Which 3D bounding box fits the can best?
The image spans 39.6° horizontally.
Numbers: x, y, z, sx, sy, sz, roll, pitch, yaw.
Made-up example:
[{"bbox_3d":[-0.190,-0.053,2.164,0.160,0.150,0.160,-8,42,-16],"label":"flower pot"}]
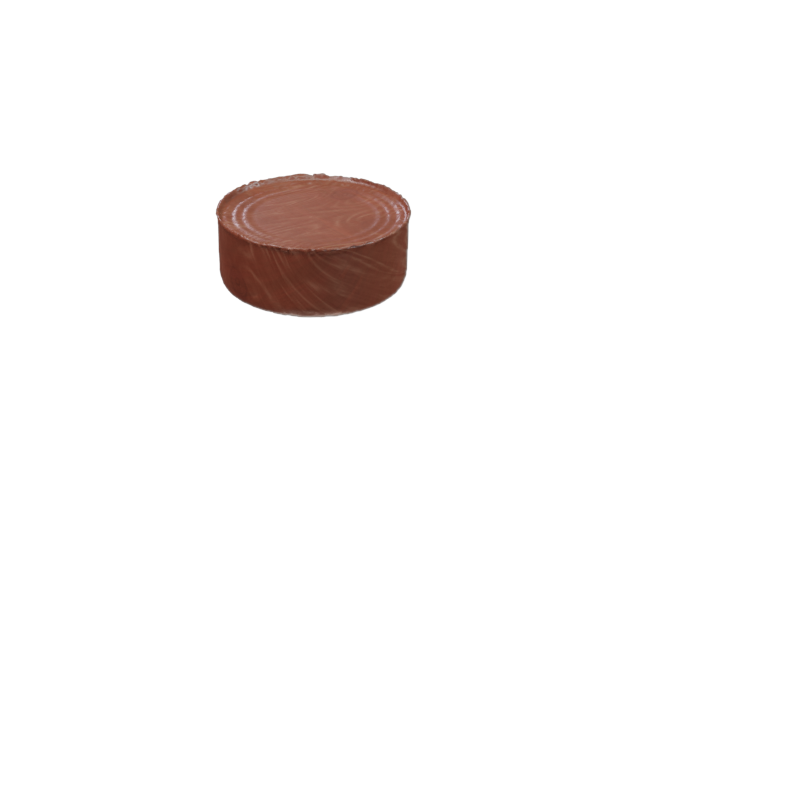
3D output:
[{"bbox_3d":[-0.039,-0.071,0.495,0.086,0.032,0.091,-1,30,-2],"label":"can"}]
